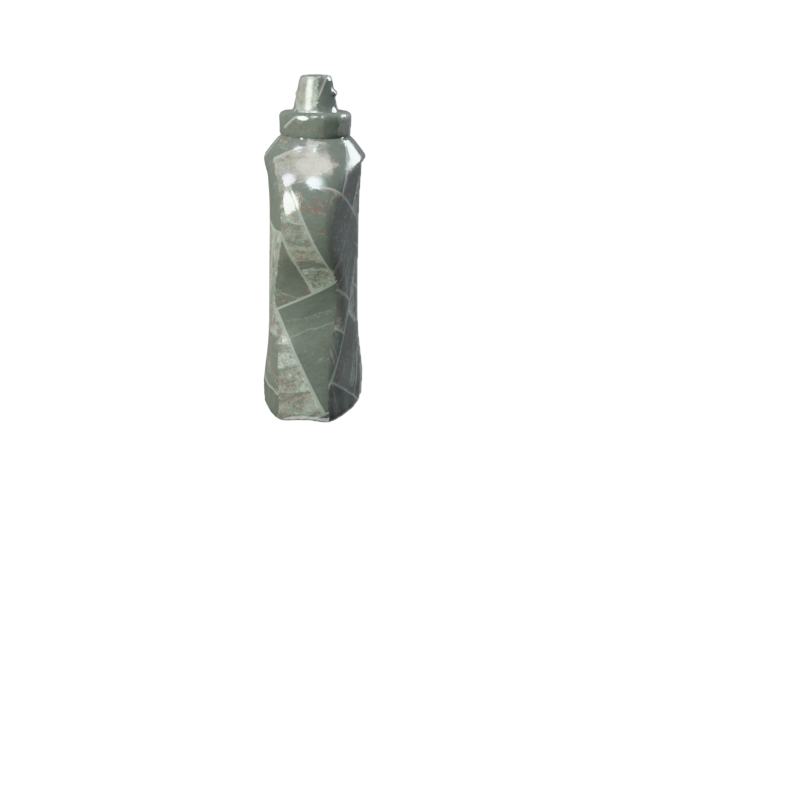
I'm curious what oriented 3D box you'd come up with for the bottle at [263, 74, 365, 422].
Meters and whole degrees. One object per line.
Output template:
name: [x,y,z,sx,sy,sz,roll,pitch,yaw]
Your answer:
bottle: [-0.050,-0.092,0.644,0.059,0.186,0.098,2,15,5]
